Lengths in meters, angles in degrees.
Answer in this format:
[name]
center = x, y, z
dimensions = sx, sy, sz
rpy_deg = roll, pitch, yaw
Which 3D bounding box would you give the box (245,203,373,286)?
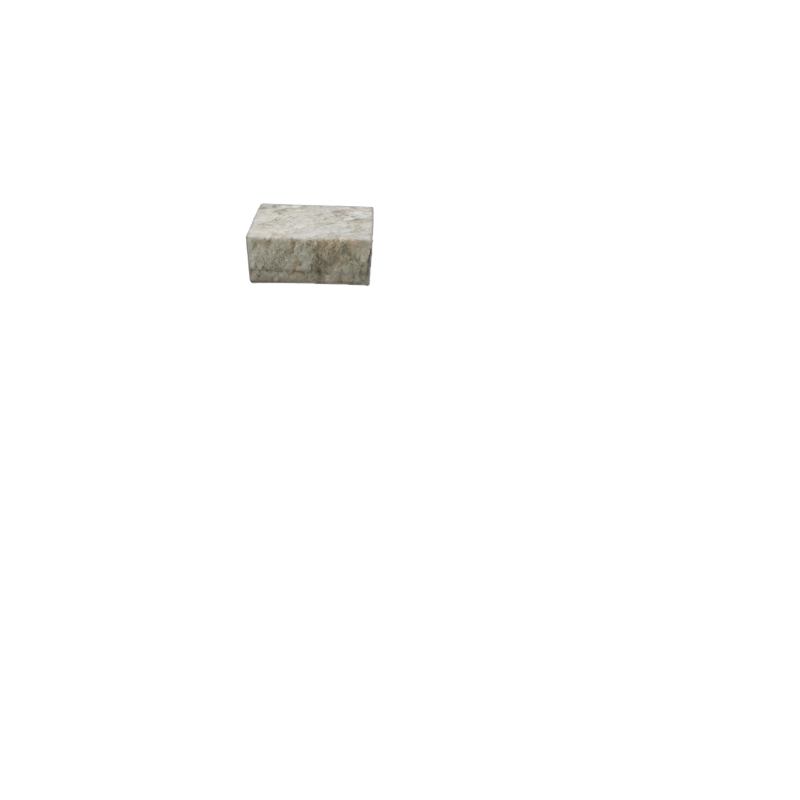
[box]
center = -0.065, -0.118, 0.826
dimensions = 0.090, 0.037, 0.118
rpy_deg = 0, 23, 0
